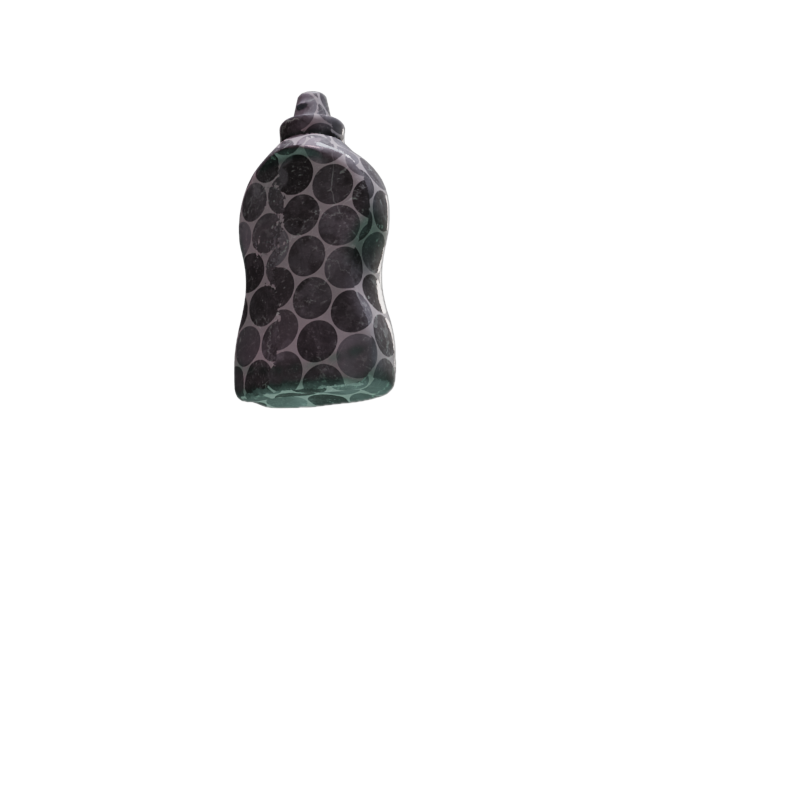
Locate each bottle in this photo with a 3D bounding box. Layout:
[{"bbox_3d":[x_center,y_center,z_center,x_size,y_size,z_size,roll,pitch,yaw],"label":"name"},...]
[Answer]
[{"bbox_3d":[-0.053,-0.095,0.668,0.098,0.200,0.055,-11,-19,30],"label":"bottle"}]
